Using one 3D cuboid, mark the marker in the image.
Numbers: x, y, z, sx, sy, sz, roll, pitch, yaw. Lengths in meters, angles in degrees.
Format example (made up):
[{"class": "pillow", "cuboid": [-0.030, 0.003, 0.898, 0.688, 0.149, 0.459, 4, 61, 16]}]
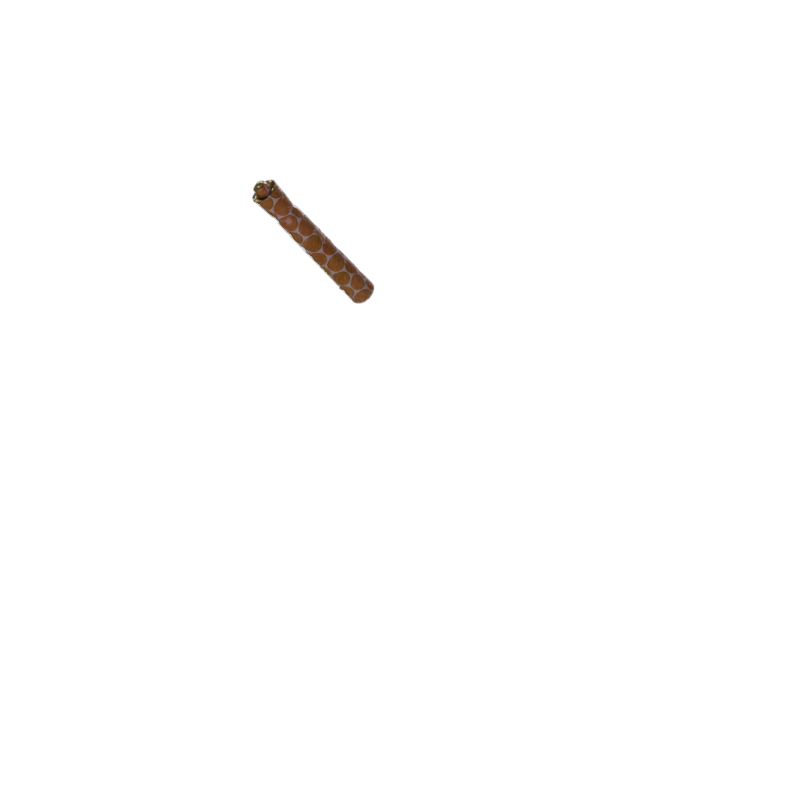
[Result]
[{"class": "marker", "cuboid": [-0.058, -0.105, 0.738, 0.021, 0.020, 0.112, 3, -31, 45]}]
